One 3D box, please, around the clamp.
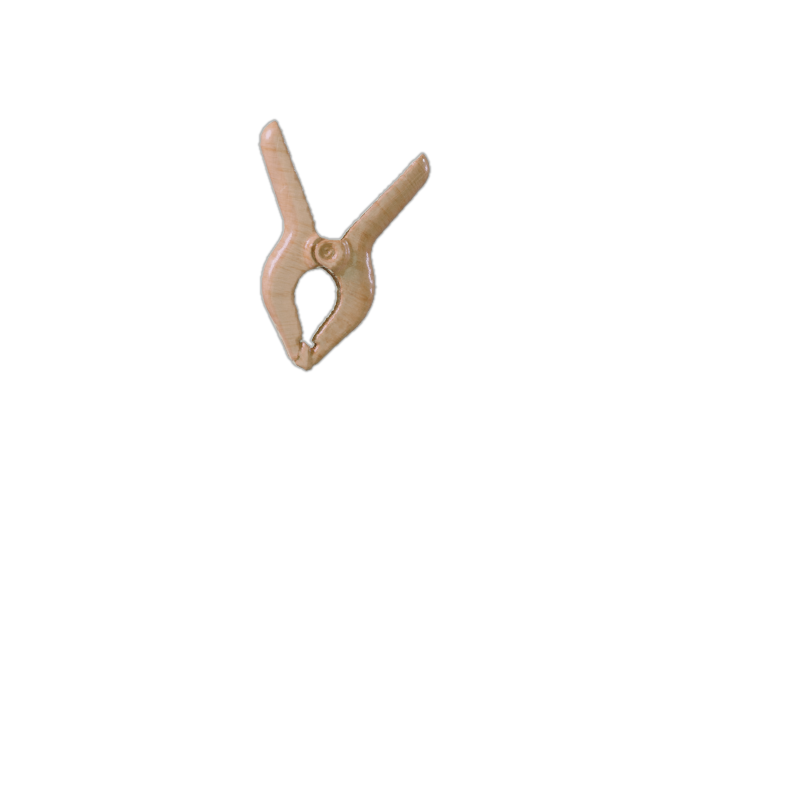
[{"bbox_3d":[-0.060,-0.110,0.769,0.121,0.174,0.038,20,-8,2],"label":"clamp"}]
